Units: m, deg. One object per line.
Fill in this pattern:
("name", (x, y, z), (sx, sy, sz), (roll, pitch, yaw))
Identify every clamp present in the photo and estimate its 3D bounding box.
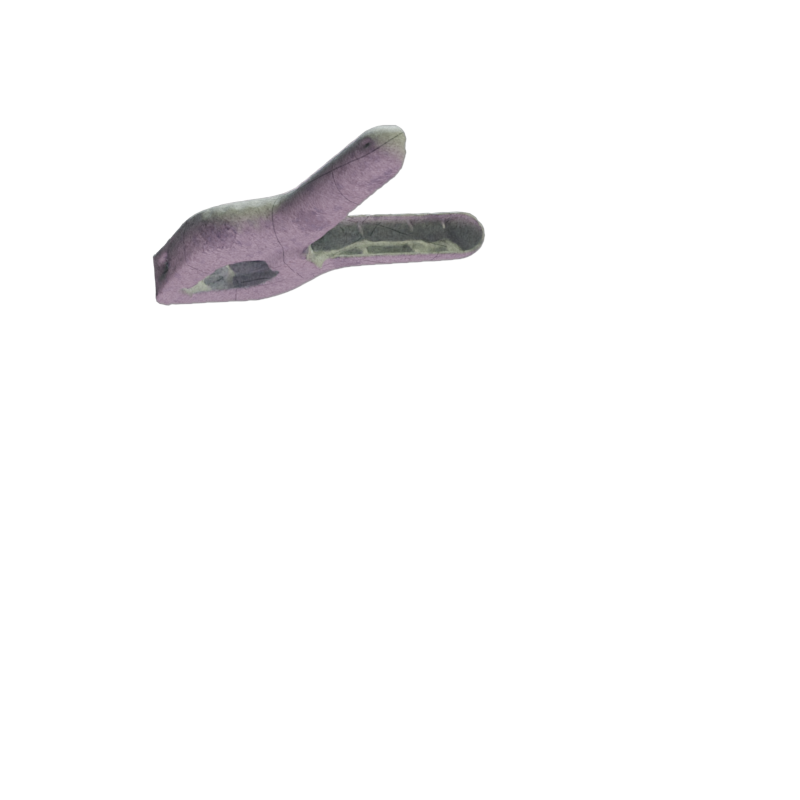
("clamp", (-0.044, -0.081, 0.564), (0.174, 0.042, 0.112), (-15, -28, 30))
